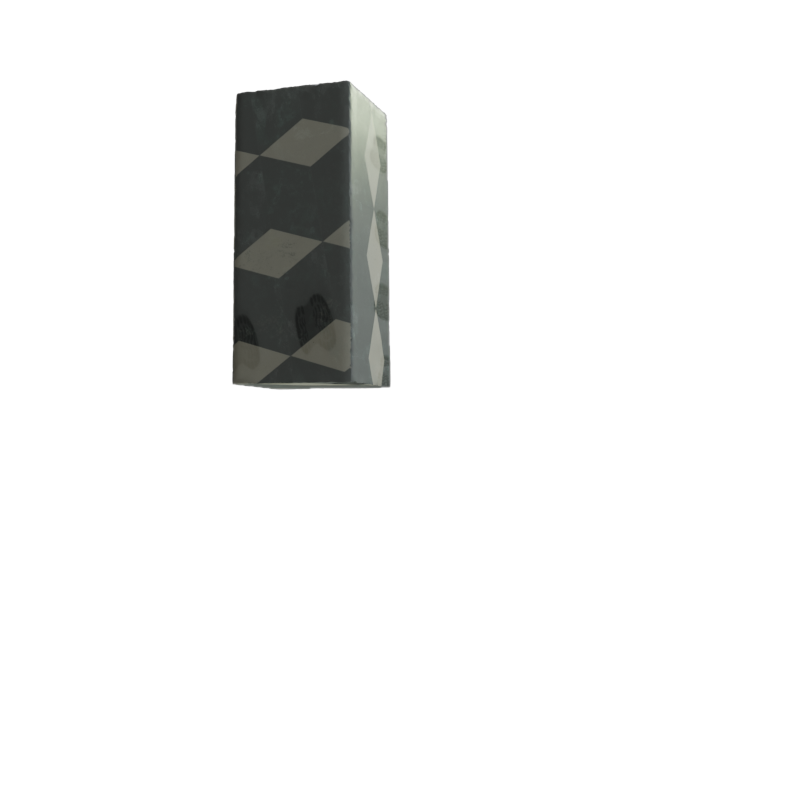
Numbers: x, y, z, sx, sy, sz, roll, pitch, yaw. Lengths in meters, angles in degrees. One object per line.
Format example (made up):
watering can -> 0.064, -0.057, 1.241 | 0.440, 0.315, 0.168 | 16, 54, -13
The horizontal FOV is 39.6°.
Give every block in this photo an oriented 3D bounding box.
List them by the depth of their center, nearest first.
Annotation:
block -> -0.063, -0.114, 0.797 | 0.092, 0.211, 0.087 | -4, -9, 18
